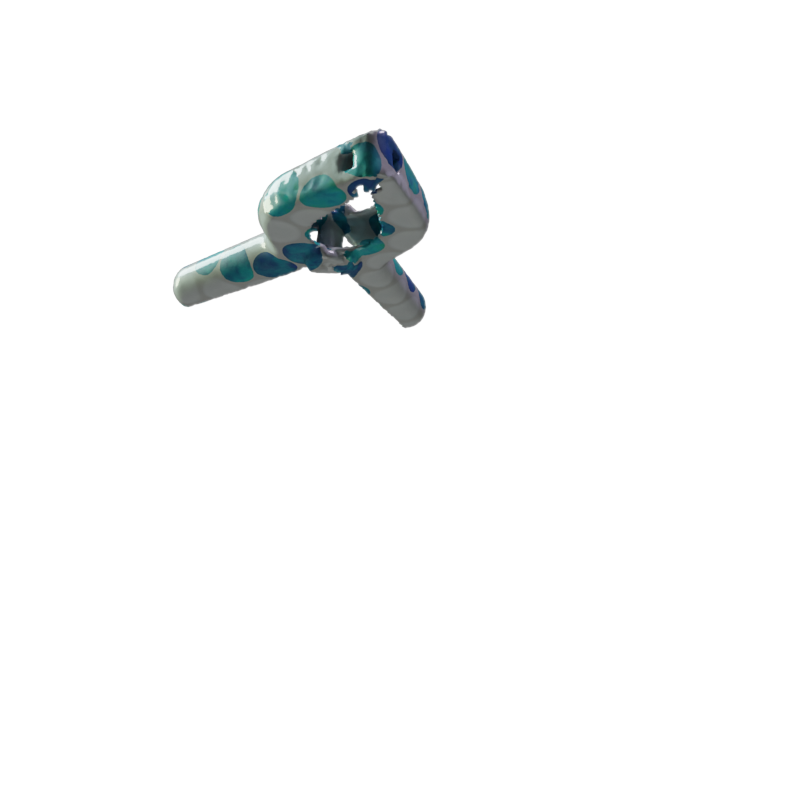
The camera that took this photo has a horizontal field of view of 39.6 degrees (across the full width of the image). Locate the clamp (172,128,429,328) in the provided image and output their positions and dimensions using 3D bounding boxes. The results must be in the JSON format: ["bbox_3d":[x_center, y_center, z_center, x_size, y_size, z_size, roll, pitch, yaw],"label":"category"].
[{"bbox_3d":[-0.050,-0.092,0.642,0.163,0.038,0.202,2,-19,-7],"label":"clamp"}]
